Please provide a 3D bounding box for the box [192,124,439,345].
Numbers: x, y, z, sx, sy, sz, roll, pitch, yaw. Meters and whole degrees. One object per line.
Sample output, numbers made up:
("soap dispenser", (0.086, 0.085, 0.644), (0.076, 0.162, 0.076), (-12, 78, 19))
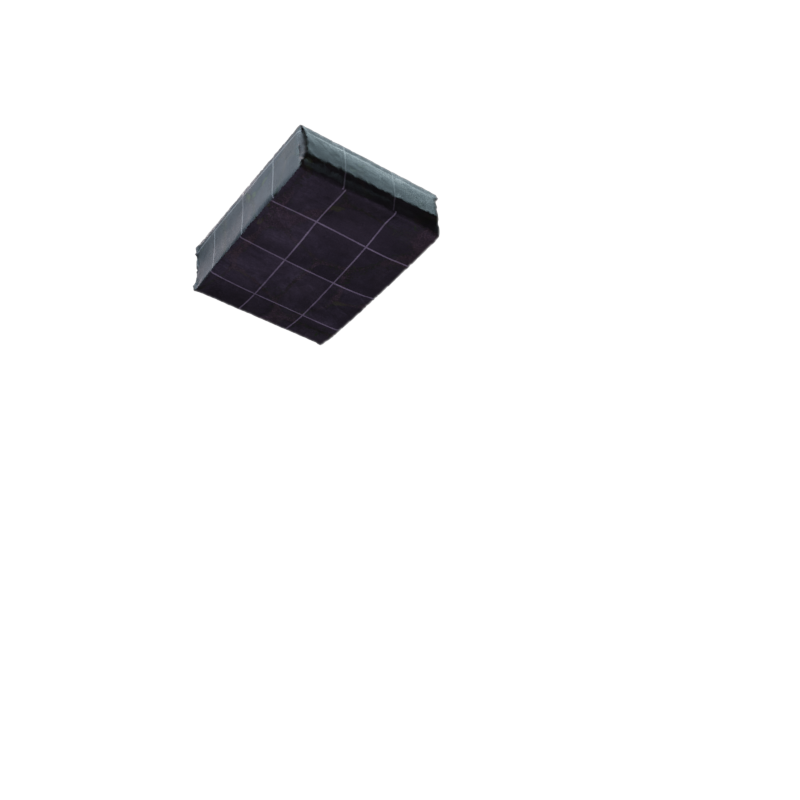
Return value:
("box", (-0.047, -0.086, 0.604), (0.085, 0.042, 0.111), (26, -49, -26))
